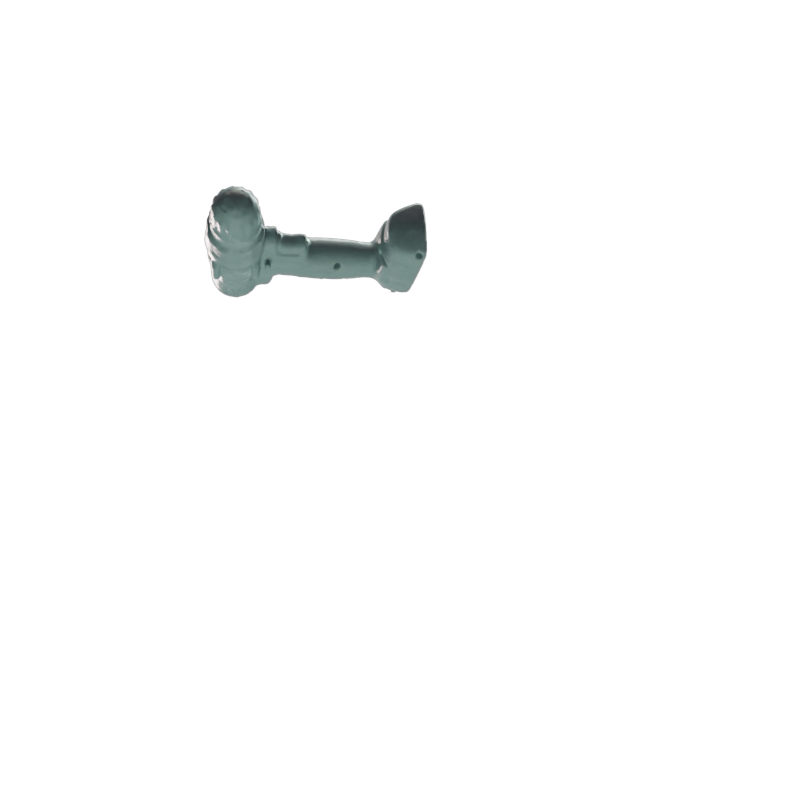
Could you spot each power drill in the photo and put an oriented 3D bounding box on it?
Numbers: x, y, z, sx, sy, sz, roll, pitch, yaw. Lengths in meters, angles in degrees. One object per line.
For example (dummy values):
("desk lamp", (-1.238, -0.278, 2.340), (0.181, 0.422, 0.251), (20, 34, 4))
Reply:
("power drill", (-0.075, -0.137, 0.960), (0.186, 0.060, 0.179), (1, -13, -6))
